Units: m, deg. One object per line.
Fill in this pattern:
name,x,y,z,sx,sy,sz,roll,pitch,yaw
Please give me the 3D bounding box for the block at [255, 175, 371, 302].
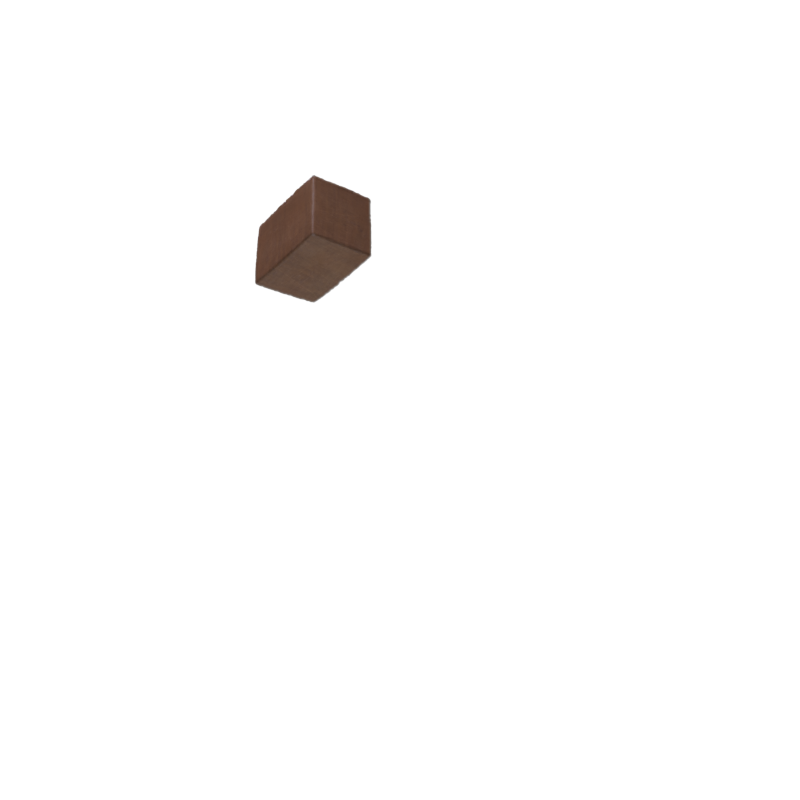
block,-0.063,-0.115,0.803,0.050,0.055,0.077,20,-36,-31
